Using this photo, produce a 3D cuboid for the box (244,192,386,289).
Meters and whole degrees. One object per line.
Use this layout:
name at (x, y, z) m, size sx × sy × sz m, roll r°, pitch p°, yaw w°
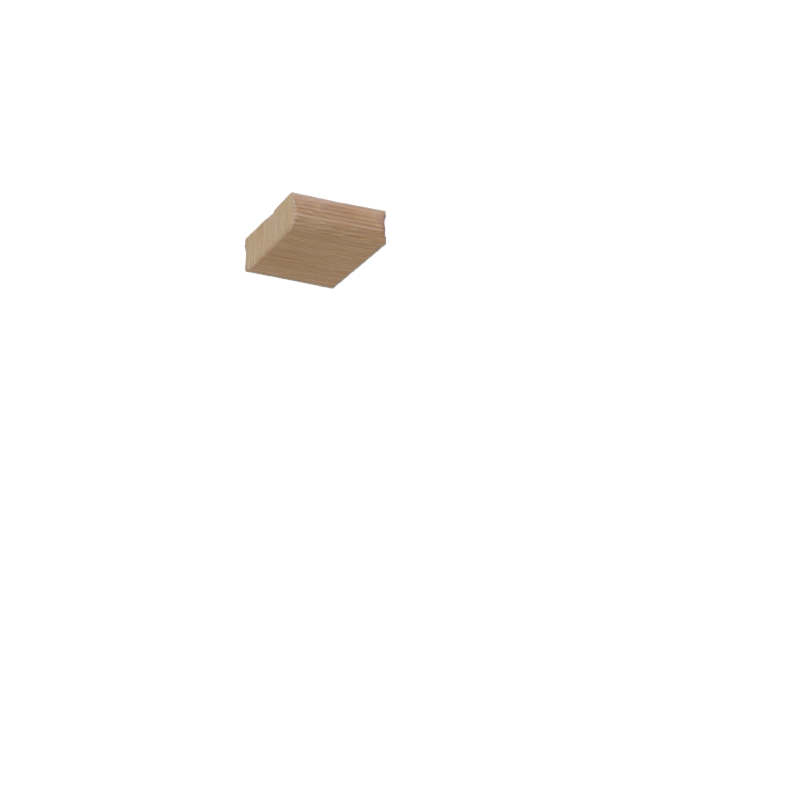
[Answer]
box at (-0.062, -0.113, 0.793) m, size 0.070 × 0.032 × 0.088 m, roll 9°, pitch -20°, yaw -26°
